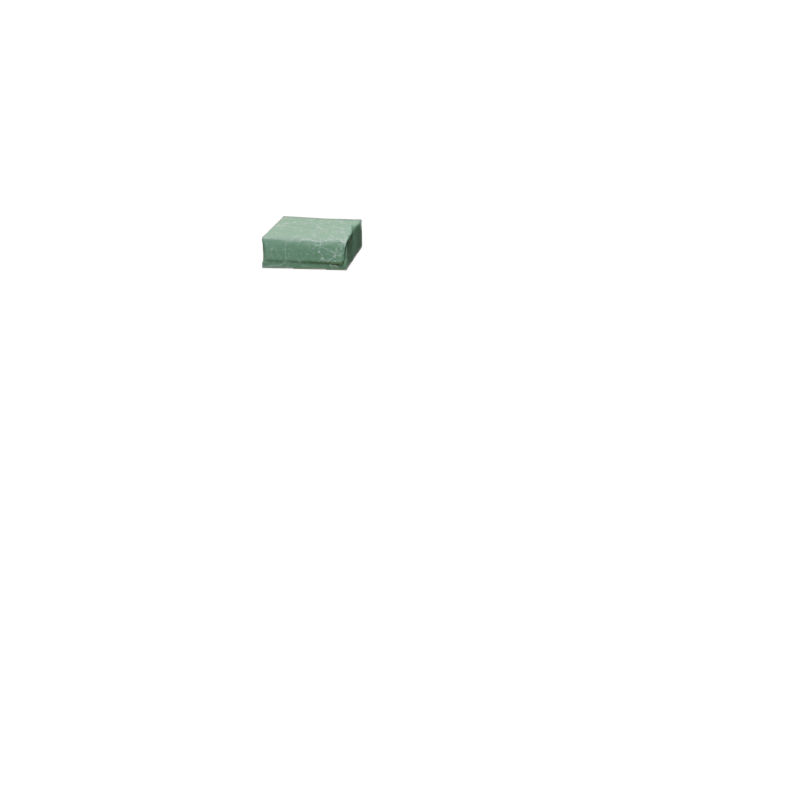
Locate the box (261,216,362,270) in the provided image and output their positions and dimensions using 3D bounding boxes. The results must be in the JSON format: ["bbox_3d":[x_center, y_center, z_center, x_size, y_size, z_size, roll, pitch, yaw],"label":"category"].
[{"bbox_3d":[-0.075,-0.137,0.958,0.074,0.029,0.091,3,20,8],"label":"box"}]
